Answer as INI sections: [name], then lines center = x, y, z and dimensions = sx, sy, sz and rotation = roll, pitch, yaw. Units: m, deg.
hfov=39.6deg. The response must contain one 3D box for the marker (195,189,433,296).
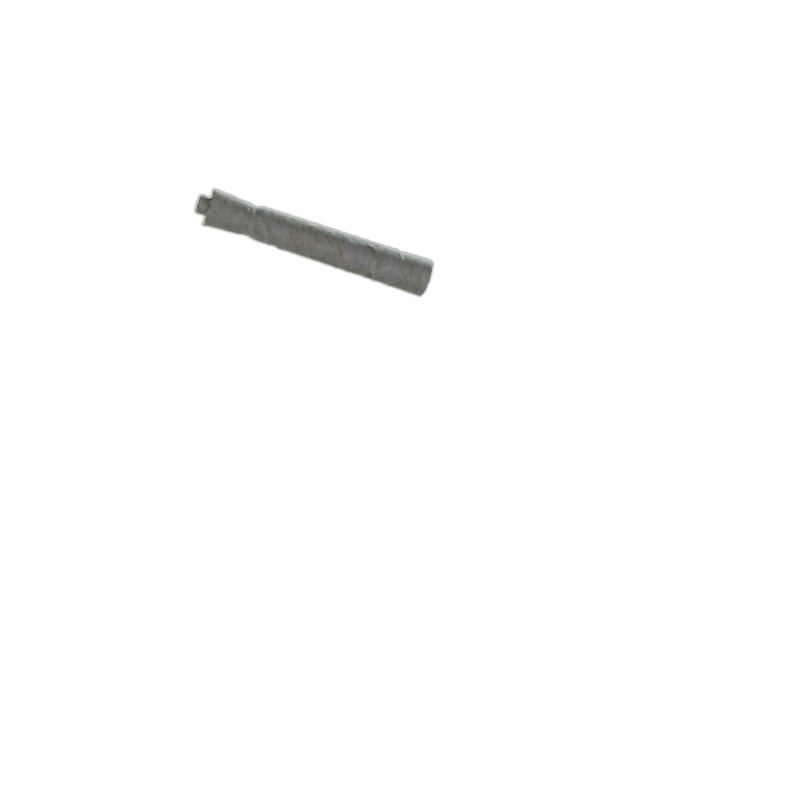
[marker]
center = -0.043, -0.079, 0.553
dimensions = 0.120, 0.020, 0.020
rotation = 18, 2, -5
